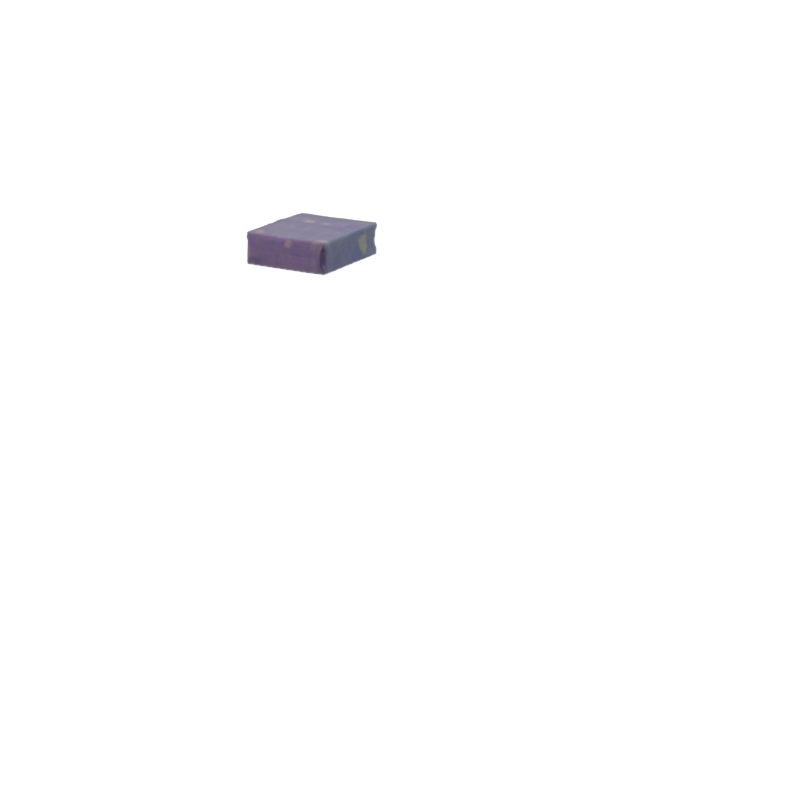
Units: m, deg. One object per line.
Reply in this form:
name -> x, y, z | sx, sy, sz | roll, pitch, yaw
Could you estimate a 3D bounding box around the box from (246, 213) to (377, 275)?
box -> -0.070, -0.129, 0.901 | 0.076, 0.029, 0.089 | 11, 23, 27
